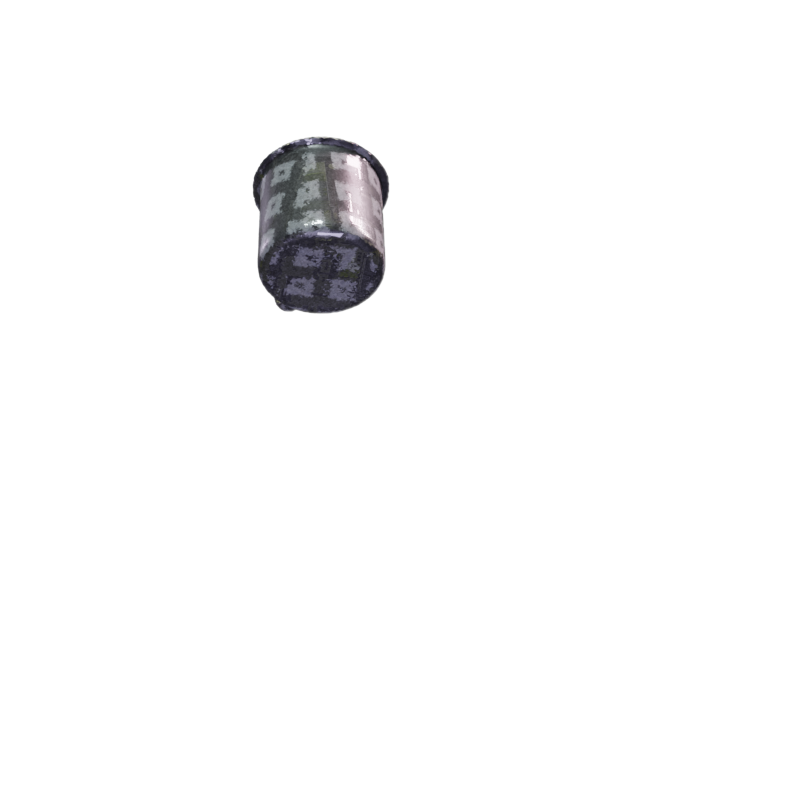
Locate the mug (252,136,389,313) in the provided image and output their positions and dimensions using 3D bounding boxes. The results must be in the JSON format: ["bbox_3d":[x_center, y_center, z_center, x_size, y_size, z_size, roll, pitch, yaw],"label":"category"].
[{"bbox_3d":[-0.057,-0.105,0.733,0.090,0.087,0.113,19,-45,-22],"label":"mug"}]
